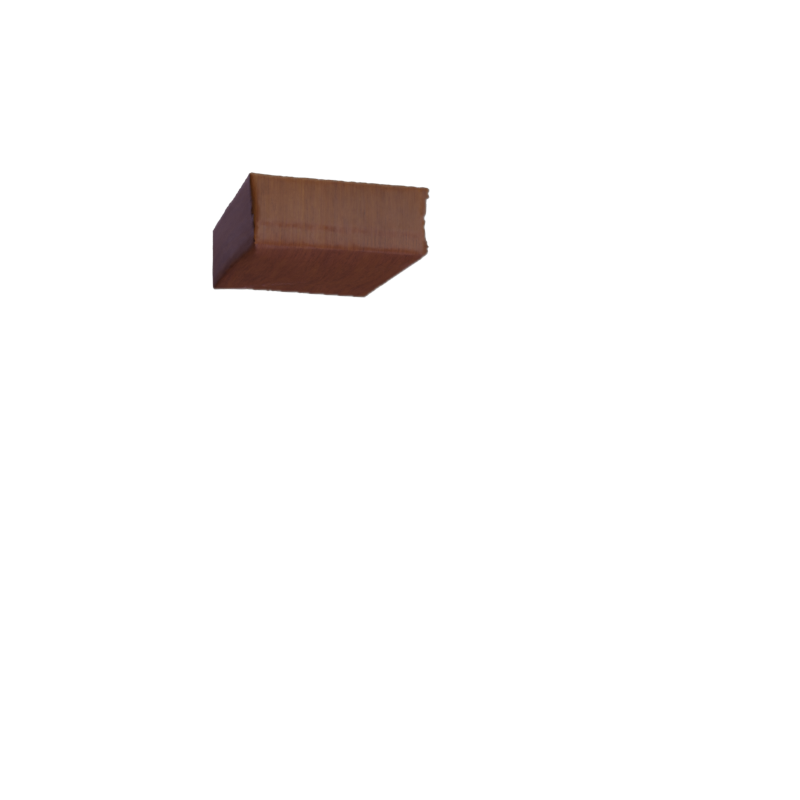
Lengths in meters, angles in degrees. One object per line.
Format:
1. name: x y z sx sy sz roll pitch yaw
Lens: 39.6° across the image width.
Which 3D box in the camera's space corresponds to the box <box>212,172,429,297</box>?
1. box: -0.045 -0.082 0.572 0.088 0.040 0.114 2 -5 -17
